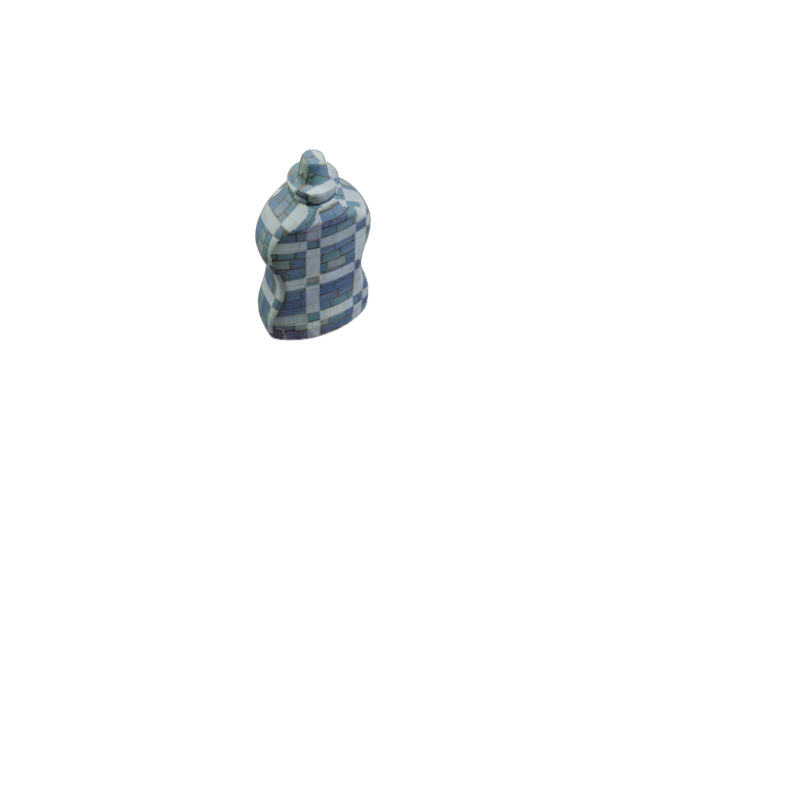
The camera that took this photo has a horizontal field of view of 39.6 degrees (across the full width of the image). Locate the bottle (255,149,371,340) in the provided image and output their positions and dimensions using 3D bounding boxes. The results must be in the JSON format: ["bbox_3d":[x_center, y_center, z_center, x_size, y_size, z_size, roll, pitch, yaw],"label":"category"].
[{"bbox_3d":[-0.072,-0.131,0.918,0.095,0.063,0.179,-17,-34,-16],"label":"bottle"}]
